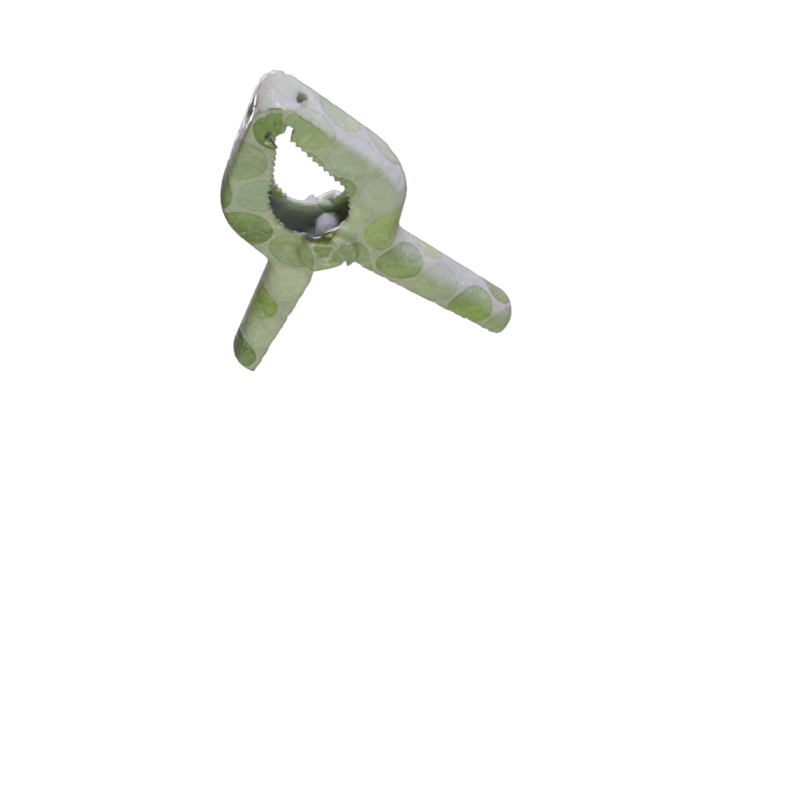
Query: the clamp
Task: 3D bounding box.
[{"bbox_3d":[-0.046,-0.084,0.589,0.166,0.039,0.193,-13,-39,17],"label":"clamp"}]
